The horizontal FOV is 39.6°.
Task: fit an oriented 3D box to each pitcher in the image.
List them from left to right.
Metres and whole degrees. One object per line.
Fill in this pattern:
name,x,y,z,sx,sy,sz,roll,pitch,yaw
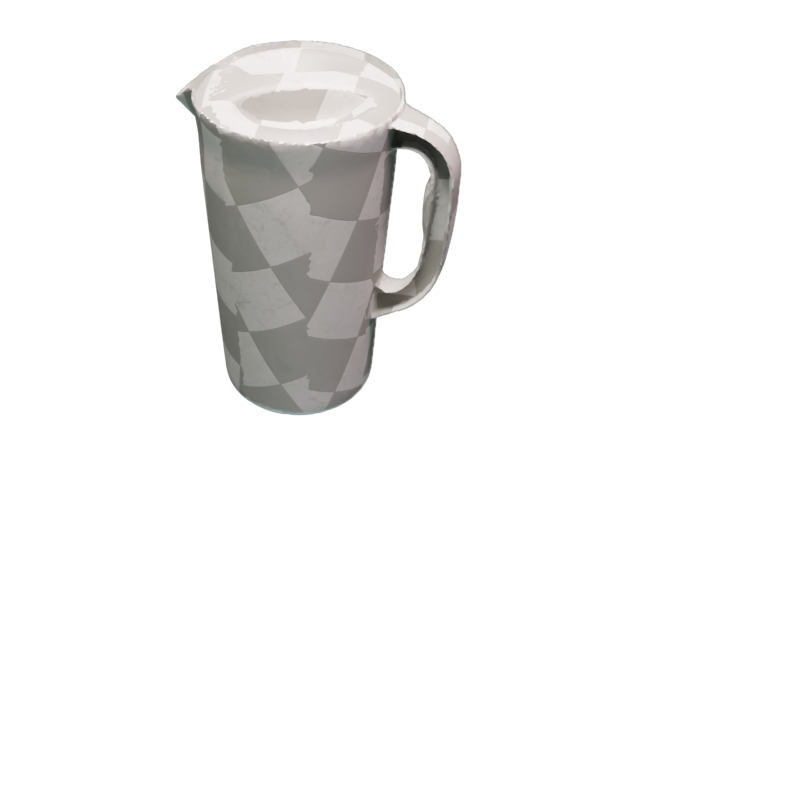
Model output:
pitcher,-0.059,-0.107,0.747,0.143,0.227,0.161,-17,43,-22
